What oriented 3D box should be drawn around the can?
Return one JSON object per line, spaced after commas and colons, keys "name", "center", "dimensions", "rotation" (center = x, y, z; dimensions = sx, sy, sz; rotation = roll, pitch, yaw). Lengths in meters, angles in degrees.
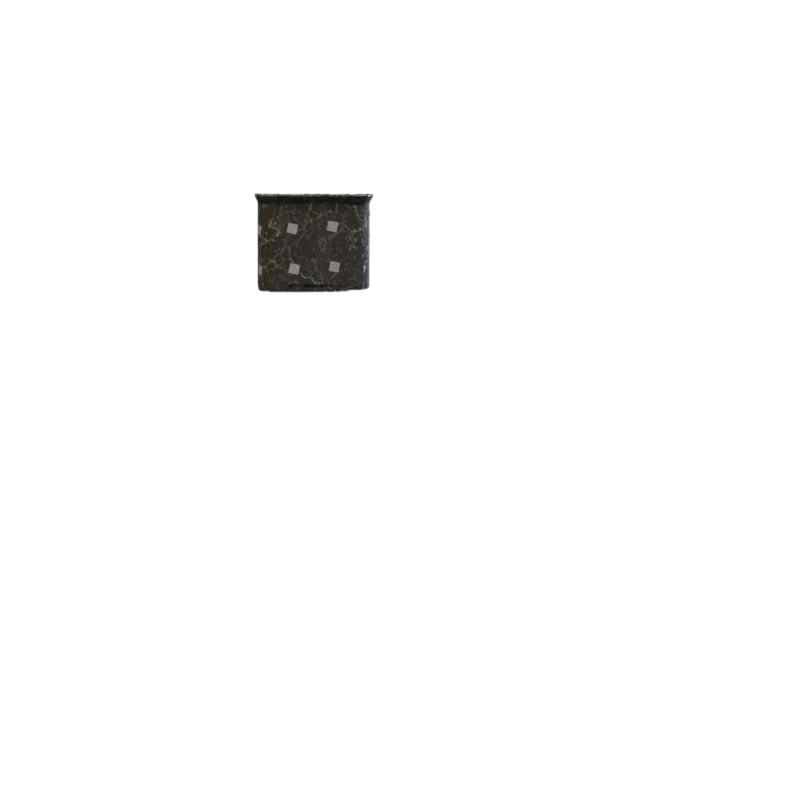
{"name": "can", "center": [-0.075, -0.137, 0.960], "dimensions": [0.101, 0.083, 0.058], "rotation": [-1, 5, -5]}
